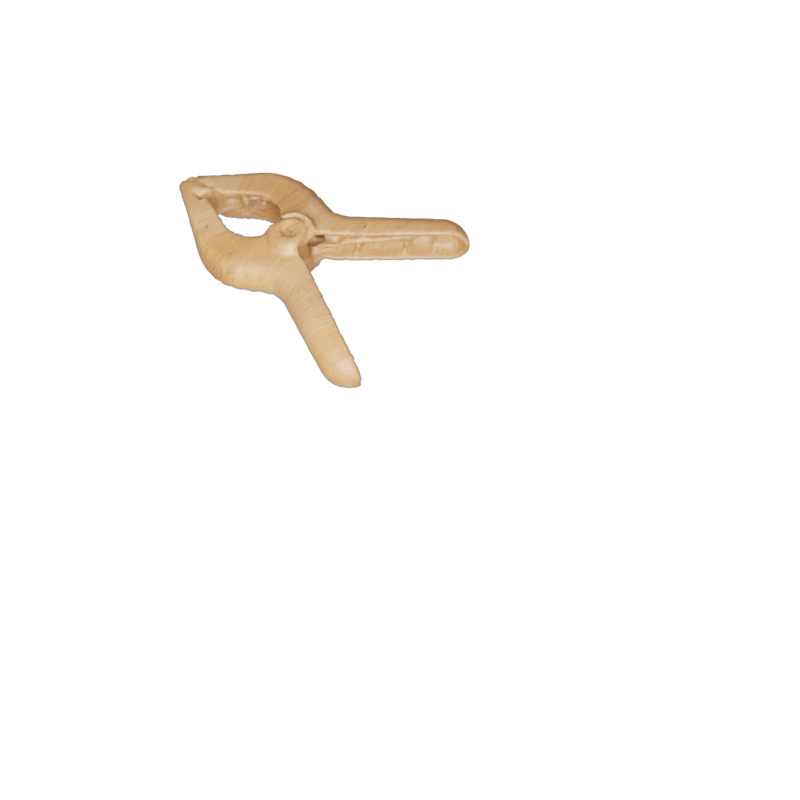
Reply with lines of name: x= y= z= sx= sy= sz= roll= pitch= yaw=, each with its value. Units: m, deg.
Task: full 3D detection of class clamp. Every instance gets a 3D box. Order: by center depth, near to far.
clamp: x=-0.050 y=-0.091 z=0.636 sx=0.182 sy=0.036 sz=0.121 roll=37 pitch=60 yaw=26
